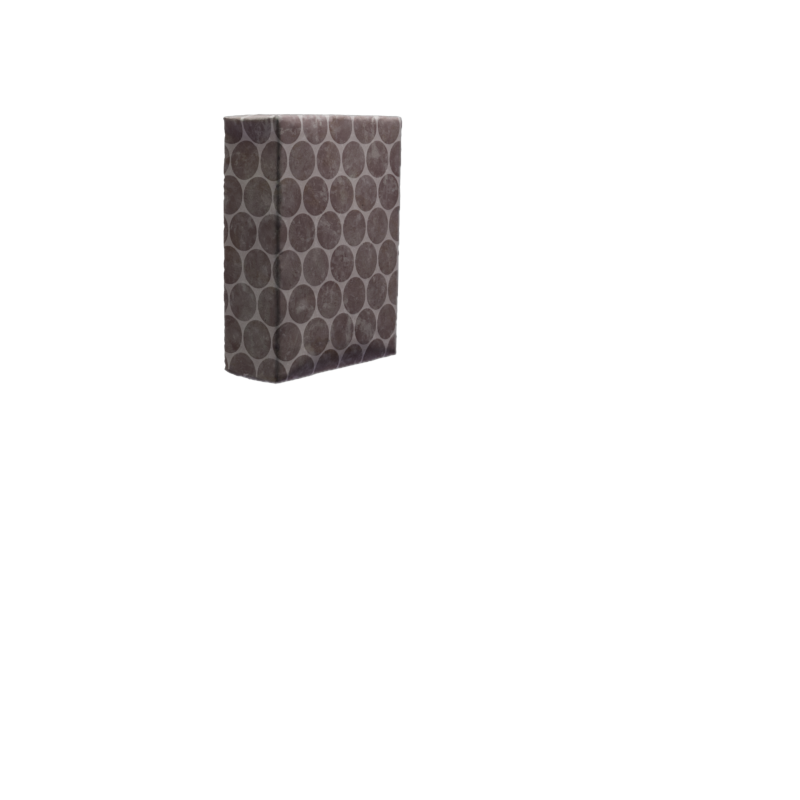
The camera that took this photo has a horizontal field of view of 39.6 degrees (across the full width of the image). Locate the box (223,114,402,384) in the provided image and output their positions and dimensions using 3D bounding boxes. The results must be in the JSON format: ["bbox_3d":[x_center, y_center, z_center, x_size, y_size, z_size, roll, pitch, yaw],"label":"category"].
[{"bbox_3d":[-0.074,-0.134,0.940,0.075,0.210,0.160,5,10,37],"label":"box"}]
